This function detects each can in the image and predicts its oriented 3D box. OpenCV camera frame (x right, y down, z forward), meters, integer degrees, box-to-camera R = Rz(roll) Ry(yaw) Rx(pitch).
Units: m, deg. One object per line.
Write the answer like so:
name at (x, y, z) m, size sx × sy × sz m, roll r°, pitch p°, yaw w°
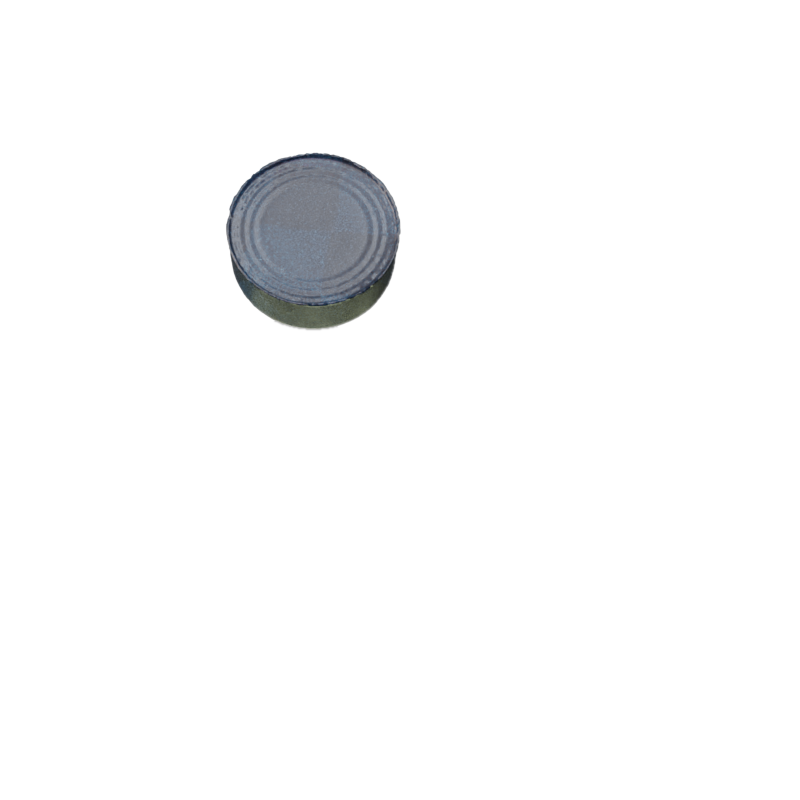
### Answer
can at (-0.044, -0.080, 0.558) m, size 0.086 × 0.091 × 0.032 m, roll -1°, pitch -26°, yaw -1°
